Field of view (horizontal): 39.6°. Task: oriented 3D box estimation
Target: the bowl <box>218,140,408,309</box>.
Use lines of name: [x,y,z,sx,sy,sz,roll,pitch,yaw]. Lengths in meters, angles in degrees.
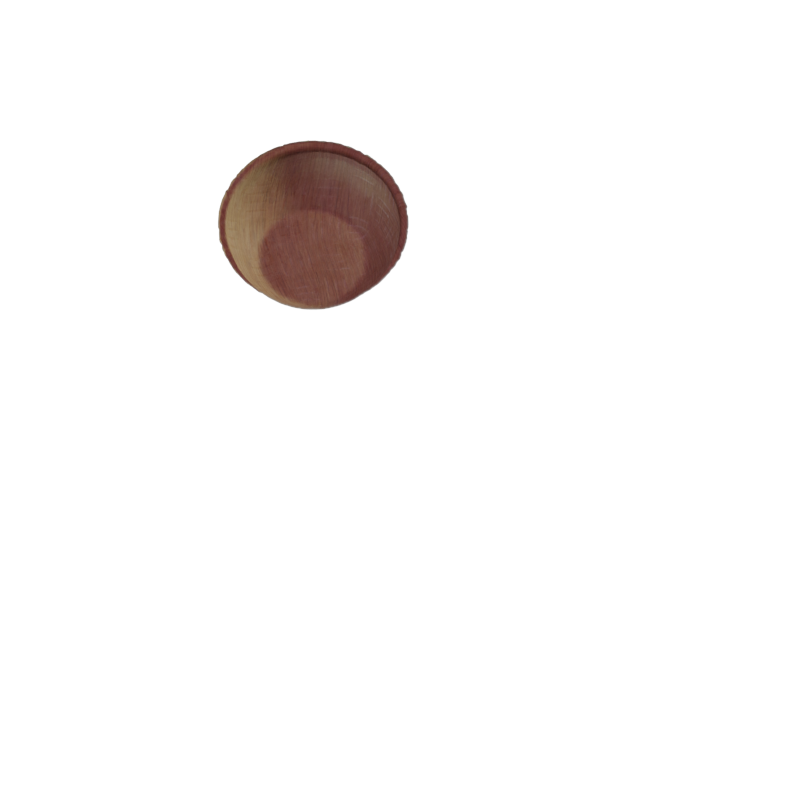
bowl: [-0.072,-0.131,0.919,0.162,0.152,0.059,1,33,-1]
